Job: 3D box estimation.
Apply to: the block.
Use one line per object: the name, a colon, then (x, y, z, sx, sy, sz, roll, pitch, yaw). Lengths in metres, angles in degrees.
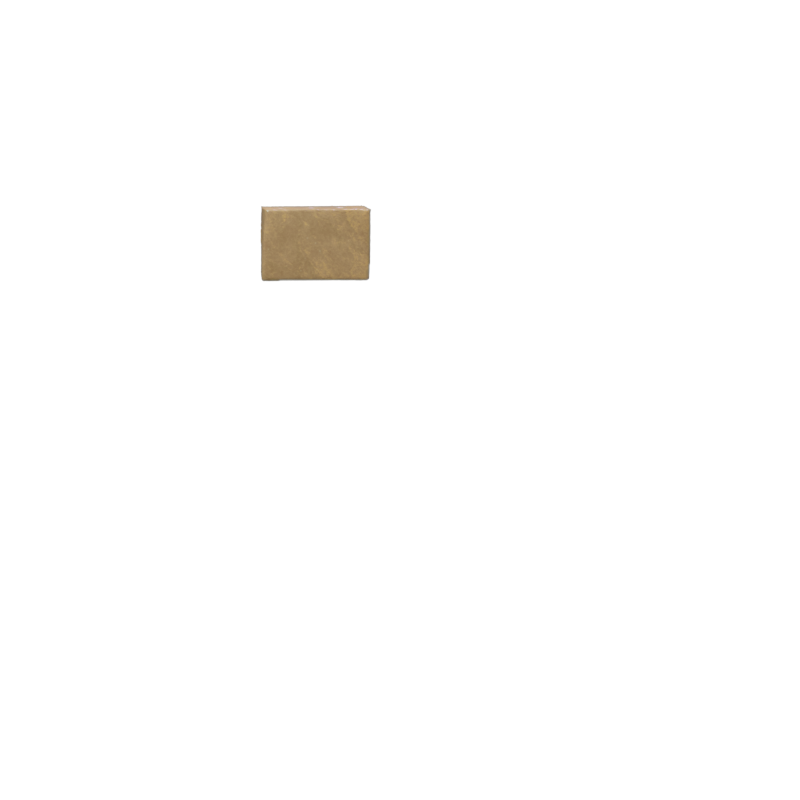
block: (-0.063, -0.115, 0.808, 0.077, 0.050, 0.054, -1, 10, -7)
